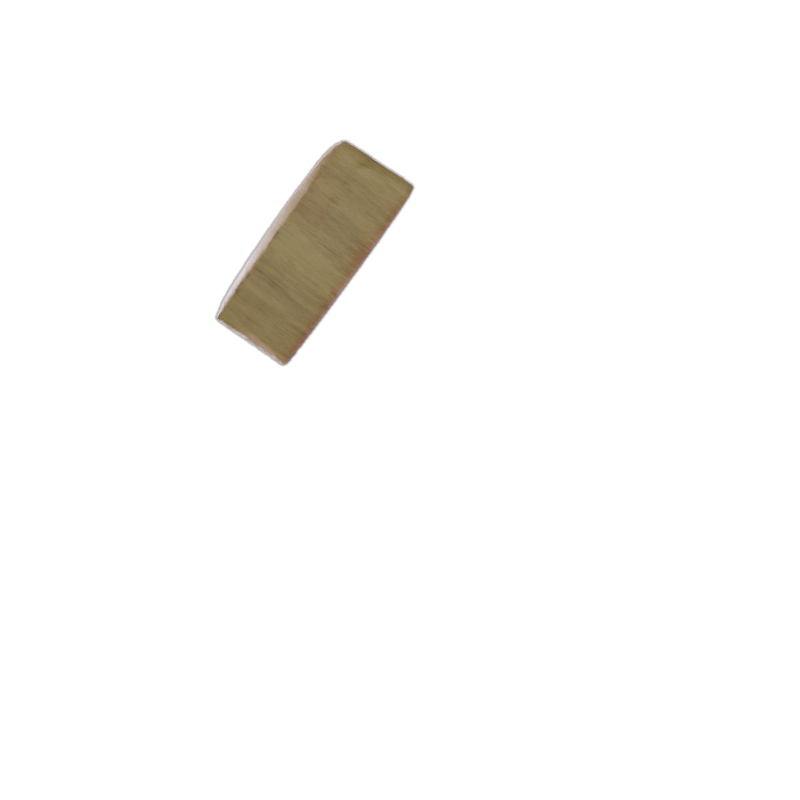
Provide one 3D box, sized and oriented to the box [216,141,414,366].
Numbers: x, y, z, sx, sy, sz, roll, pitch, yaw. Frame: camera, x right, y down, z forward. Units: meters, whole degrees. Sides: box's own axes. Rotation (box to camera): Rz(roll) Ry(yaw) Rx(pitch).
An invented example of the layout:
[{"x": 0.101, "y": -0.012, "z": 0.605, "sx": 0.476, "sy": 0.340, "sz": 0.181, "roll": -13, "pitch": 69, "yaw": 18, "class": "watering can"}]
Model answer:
[{"x": -0.071, "y": -0.129, "z": 0.903, "sx": 0.071, "sy": 0.163, "sz": 0.219, "roll": 35, "pitch": 6, "yaw": -10, "class": "box"}]
